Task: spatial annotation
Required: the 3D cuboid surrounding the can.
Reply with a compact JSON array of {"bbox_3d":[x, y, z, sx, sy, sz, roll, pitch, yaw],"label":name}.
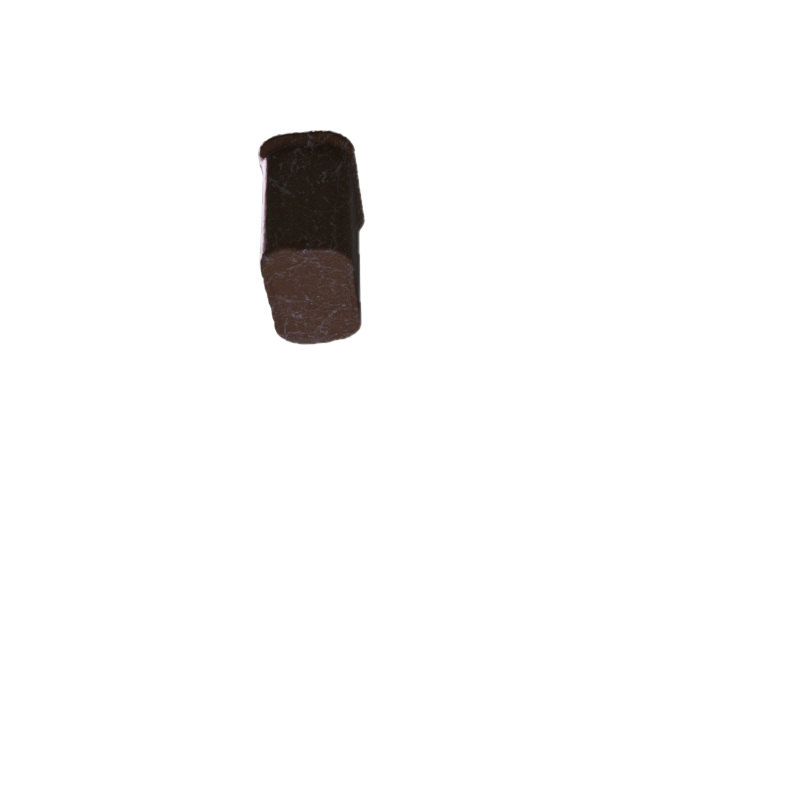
[{"bbox_3d":[-0.051,-0.093,0.652,0.058,0.090,0.095,-4,-32,3],"label":"can"}]
